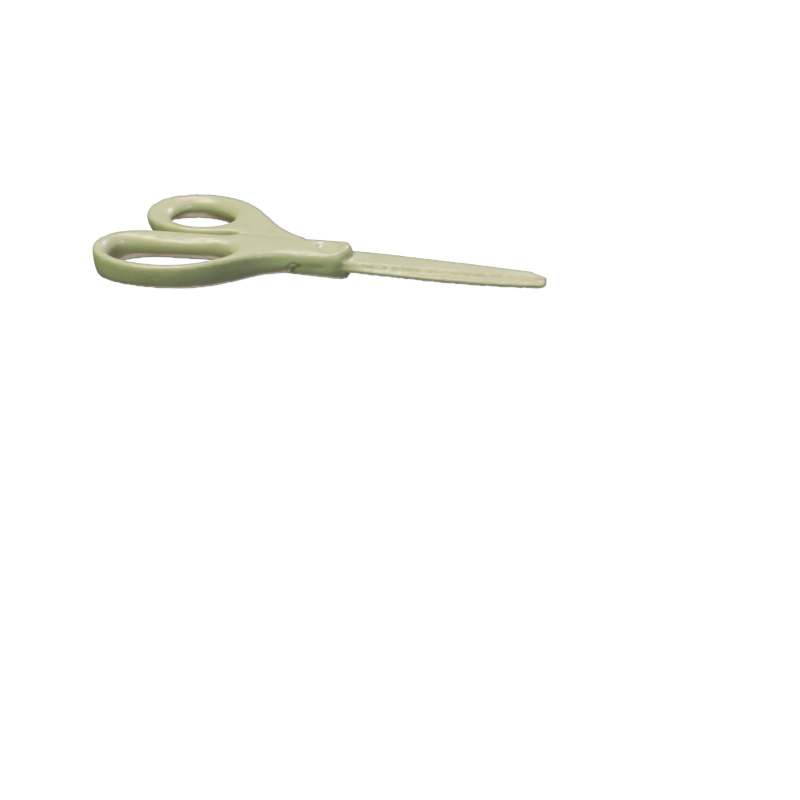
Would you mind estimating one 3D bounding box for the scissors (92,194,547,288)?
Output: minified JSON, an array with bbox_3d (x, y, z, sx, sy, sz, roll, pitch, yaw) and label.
[{"bbox_3d":[-0.041,-0.075,0.522,0.201,0.015,0.102,-1,31,-1],"label":"scissors"}]
